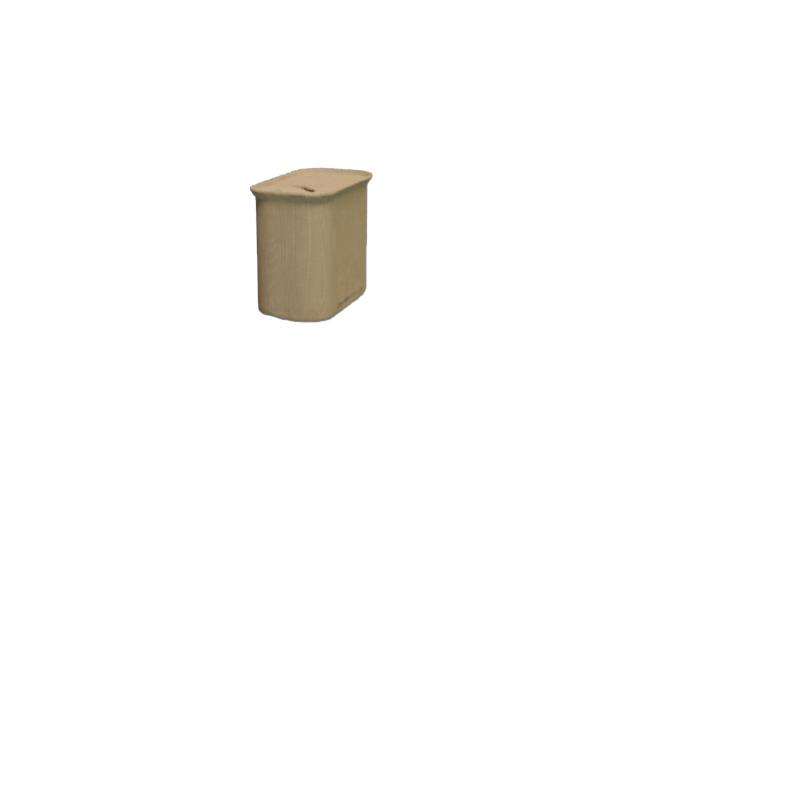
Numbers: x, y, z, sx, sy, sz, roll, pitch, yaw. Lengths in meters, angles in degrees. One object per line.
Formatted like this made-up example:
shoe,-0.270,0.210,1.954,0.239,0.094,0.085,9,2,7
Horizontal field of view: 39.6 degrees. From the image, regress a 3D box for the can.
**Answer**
can,-0.057,-0.104,0.730,0.059,0.081,0.103,6,17,18
